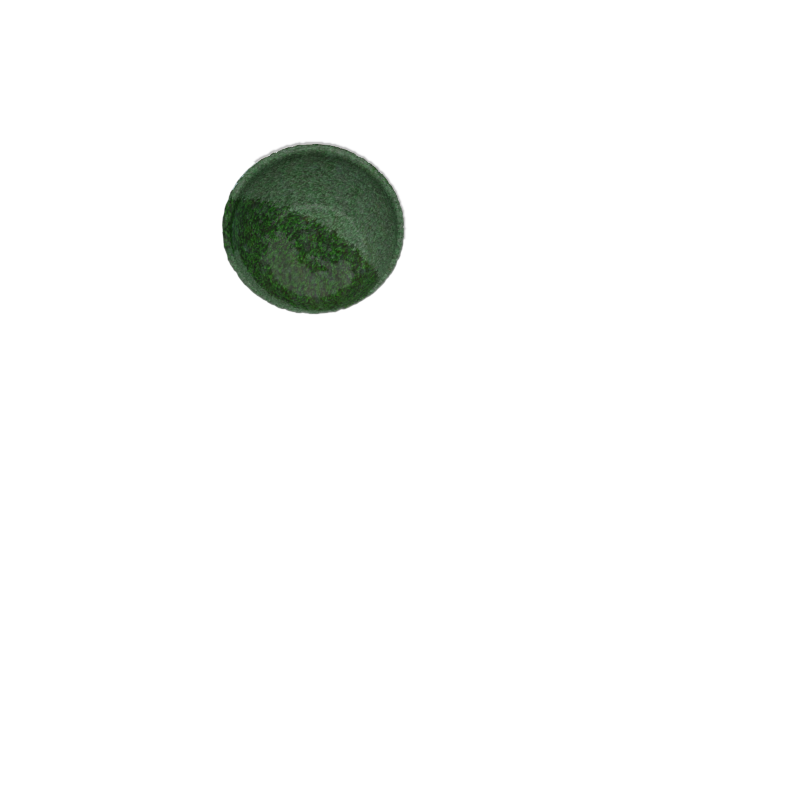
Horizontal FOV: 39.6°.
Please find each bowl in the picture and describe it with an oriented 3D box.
[{"bbox_3d":[-0.075,-0.136,0.955,0.162,0.154,0.058,1,23,-1],"label":"bowl"}]
